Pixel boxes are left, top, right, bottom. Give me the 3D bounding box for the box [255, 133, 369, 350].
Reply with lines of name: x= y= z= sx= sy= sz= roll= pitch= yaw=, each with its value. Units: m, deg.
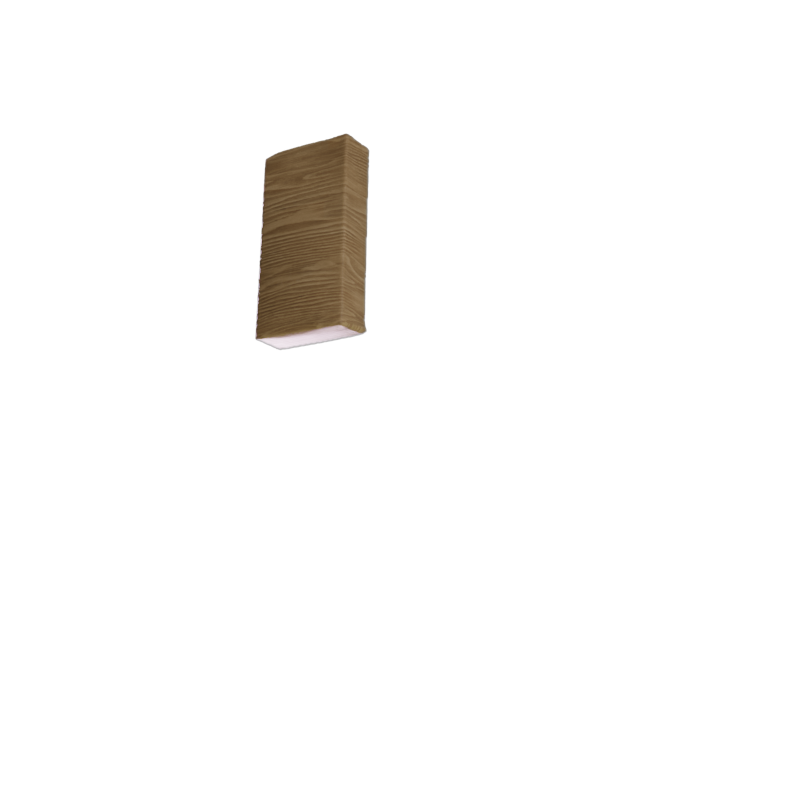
box: x=-0.076 y=-0.139 z=0.970 sx=0.095 sy=0.184 sz=0.045 roll=-12 pitch=-22 yaw=30
